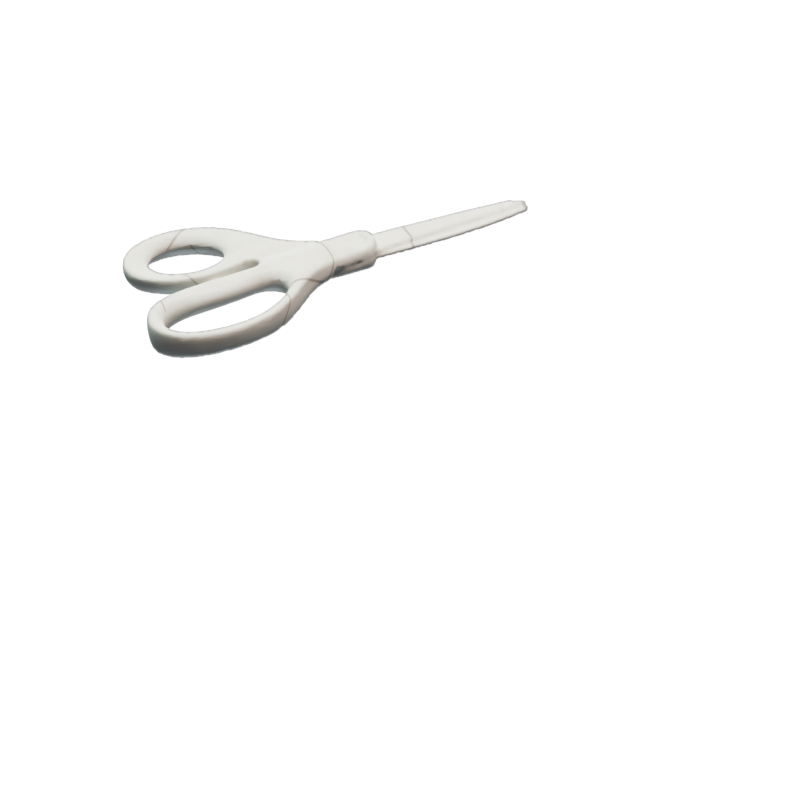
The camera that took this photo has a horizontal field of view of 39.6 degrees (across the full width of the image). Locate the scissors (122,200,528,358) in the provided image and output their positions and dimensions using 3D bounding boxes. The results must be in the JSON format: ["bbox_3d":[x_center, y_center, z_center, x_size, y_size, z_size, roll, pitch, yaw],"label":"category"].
[{"bbox_3d":[-0.040,-0.073,0.514,0.103,0.015,0.201,29,45,34],"label":"scissors"}]
